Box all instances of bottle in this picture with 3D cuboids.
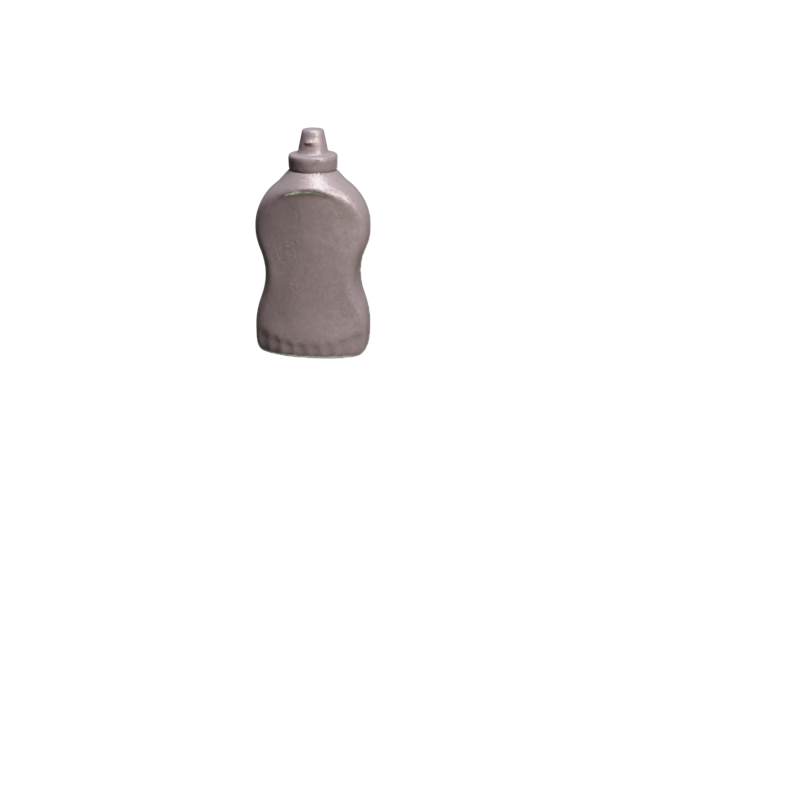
[{"bbox_3d":[-0.073,-0.133,0.932,0.097,0.185,0.060,4,16,10],"label":"bottle"}]
